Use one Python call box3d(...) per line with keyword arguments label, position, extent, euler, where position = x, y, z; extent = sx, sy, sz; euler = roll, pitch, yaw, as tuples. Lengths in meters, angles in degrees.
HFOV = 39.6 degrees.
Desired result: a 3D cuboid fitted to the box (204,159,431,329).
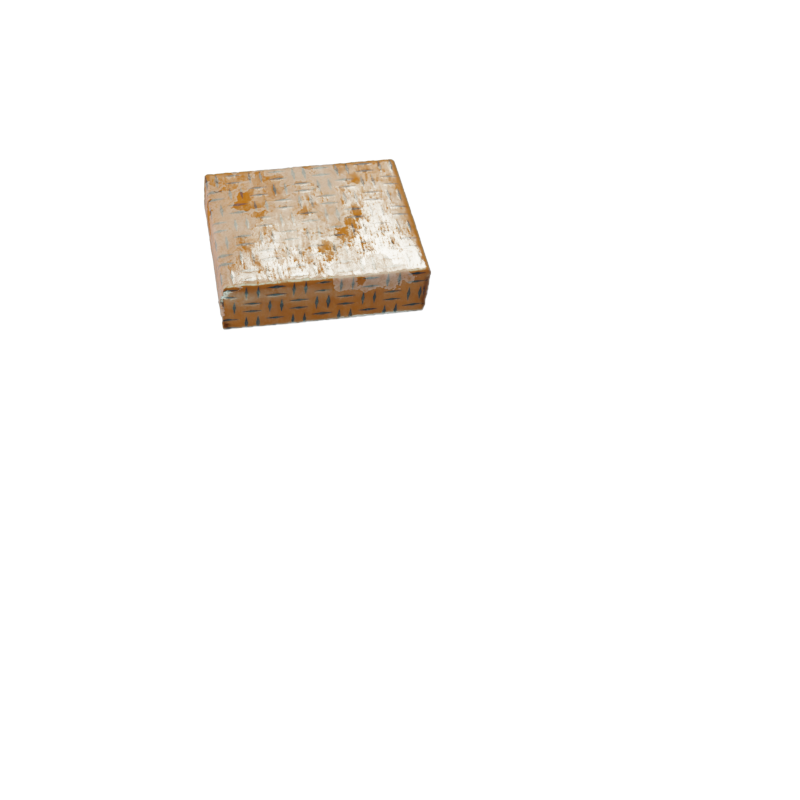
box3d(label="box", position=(-0.048, -0.087, 0.611), extent=(0.113, 0.097, 0.036), euler=(-8, -41, -8))
